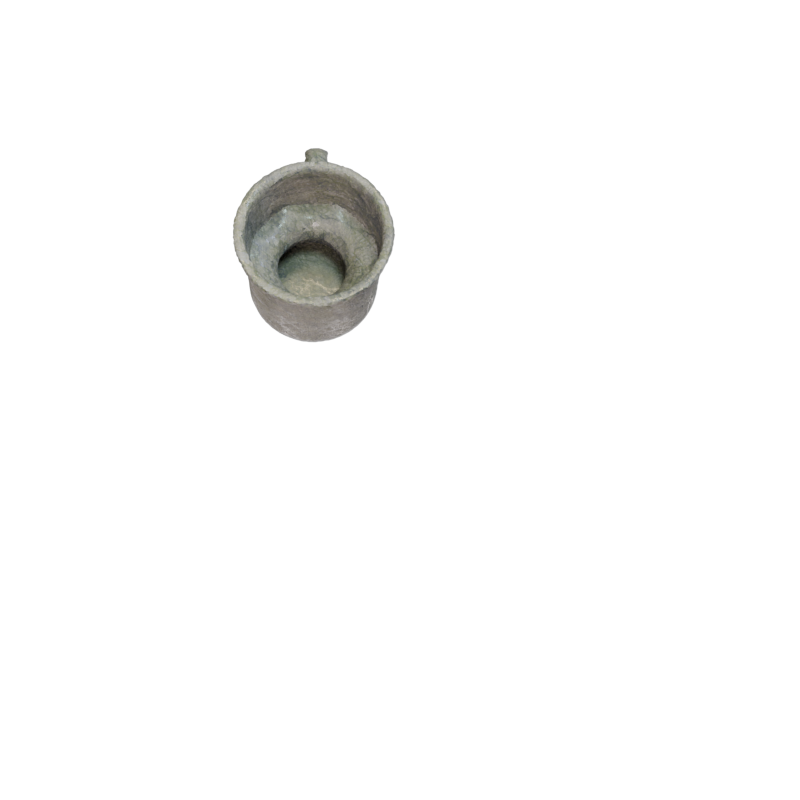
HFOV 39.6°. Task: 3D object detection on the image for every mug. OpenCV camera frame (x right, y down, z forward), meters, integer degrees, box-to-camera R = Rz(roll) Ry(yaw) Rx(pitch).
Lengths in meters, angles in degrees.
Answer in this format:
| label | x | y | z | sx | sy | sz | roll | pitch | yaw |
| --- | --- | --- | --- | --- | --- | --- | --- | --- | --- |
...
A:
| label | x | y | z | sx | sy | sz | roll | pitch | yaw |
| --- | --- | --- | --- | --- | --- | --- | --- | --- | --- |
| mug | -0.053 | -0.097 | 0.678 | 0.093 | 0.124 | 0.077 | -1 | -22 | -2 |
